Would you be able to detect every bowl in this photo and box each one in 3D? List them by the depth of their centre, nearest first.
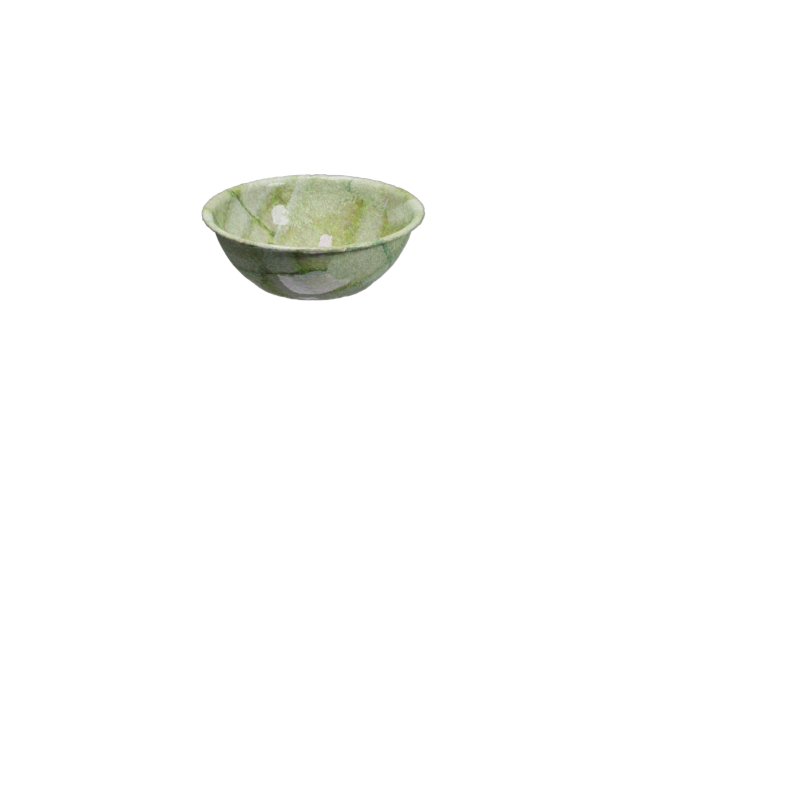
[{"bbox_3d":[-0.063,-0.116,0.811,0.162,0.052,0.171,-1,28,-2],"label":"bowl"}]
